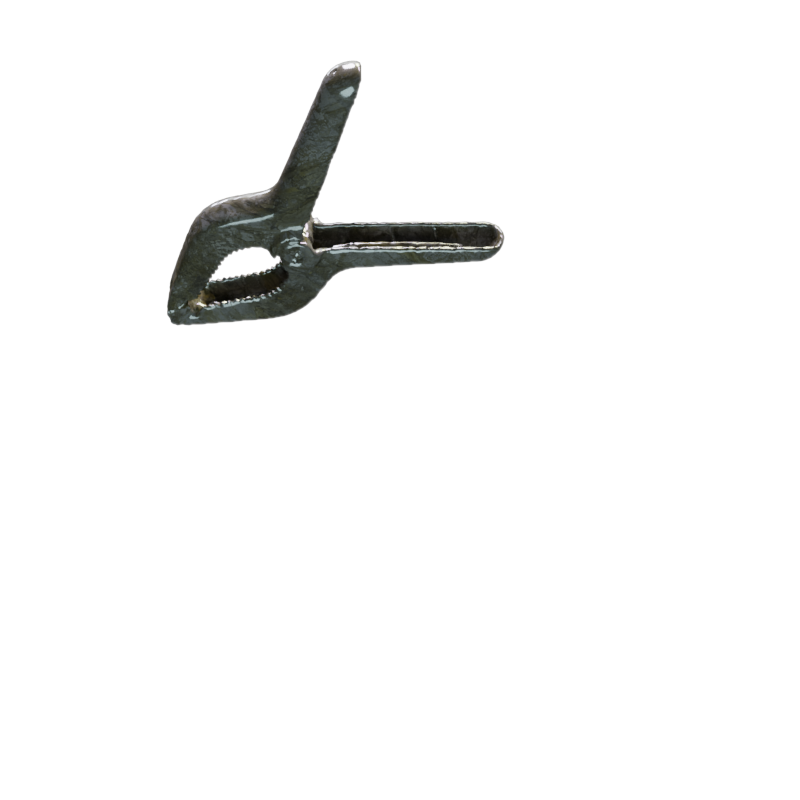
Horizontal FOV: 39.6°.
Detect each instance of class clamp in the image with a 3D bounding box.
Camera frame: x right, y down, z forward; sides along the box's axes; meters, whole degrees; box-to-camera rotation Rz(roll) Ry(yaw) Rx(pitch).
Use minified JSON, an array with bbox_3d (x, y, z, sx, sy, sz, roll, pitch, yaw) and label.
[{"bbox_3d":[-0.053,-0.097,0.678,0.209,0.039,0.154,-32,-53,28],"label":"clamp"}]
